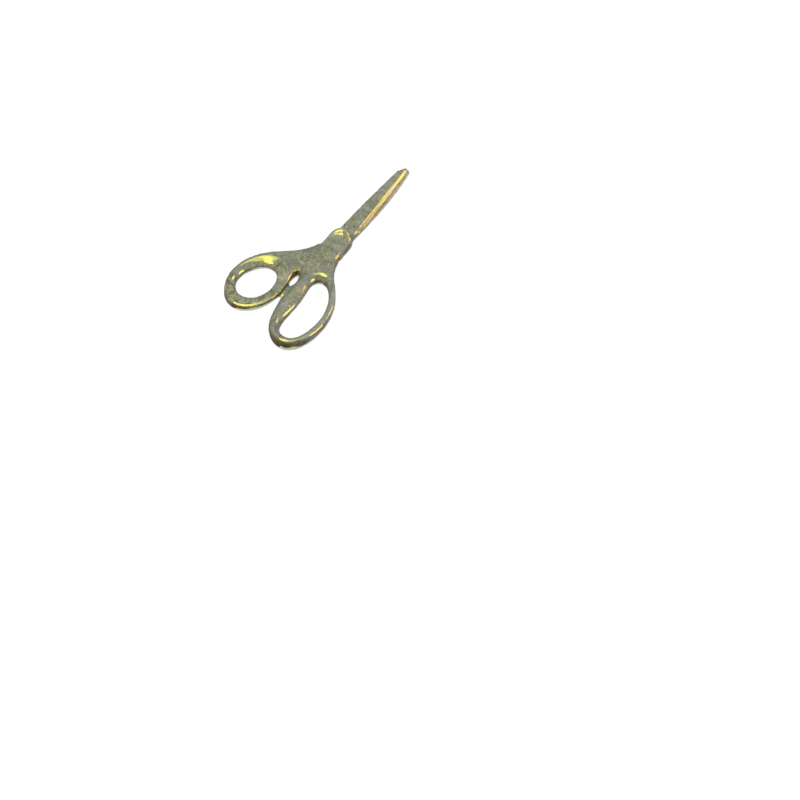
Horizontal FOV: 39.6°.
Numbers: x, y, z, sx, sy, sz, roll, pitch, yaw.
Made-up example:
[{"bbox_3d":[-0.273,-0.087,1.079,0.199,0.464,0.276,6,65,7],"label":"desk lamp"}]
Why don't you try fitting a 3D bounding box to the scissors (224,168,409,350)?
[{"bbox_3d":[-0.069,-0.126,0.880,0.098,0.211,0.015,15,-35,11],"label":"scissors"}]
